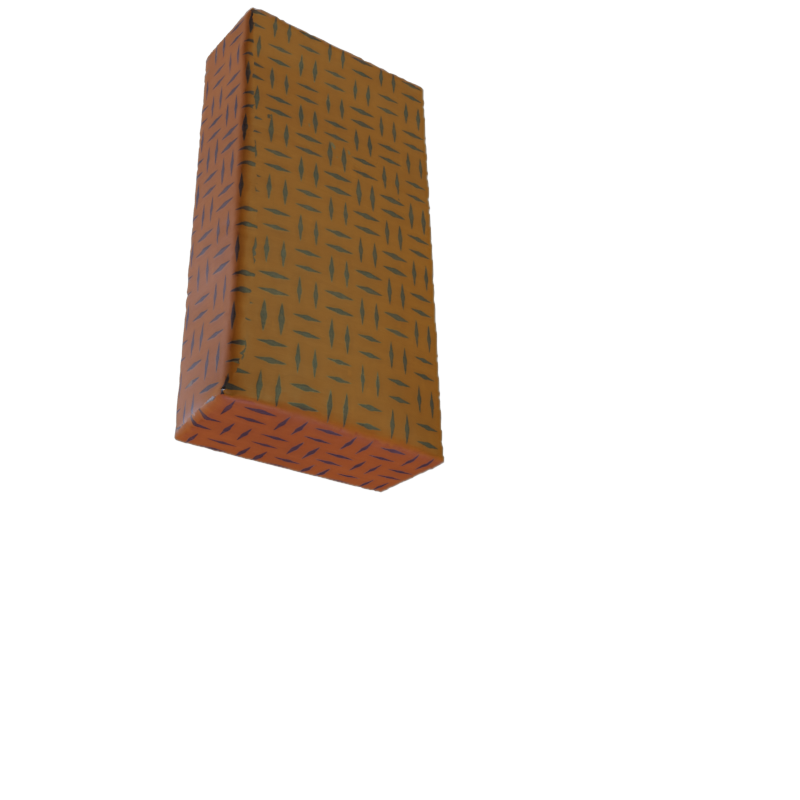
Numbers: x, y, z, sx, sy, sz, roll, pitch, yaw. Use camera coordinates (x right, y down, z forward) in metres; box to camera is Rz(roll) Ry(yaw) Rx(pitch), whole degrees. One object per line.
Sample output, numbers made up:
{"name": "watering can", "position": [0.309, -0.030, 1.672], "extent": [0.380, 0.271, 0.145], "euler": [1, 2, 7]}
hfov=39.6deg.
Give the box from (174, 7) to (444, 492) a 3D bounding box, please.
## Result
{"name": "box", "position": [-0.034, -0.062, 0.436], "extent": [0.089, 0.188, 0.047], "euler": [19, -38, -30]}
